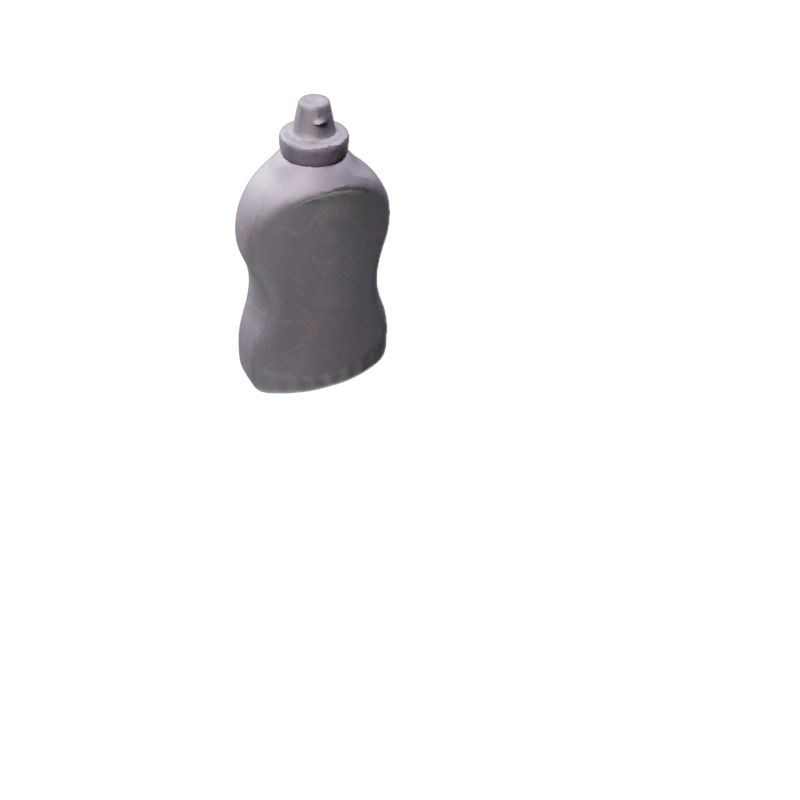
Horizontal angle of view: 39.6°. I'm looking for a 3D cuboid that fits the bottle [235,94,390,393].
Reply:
[{"bbox_3d":[-0.053,-0.097,0.684,0.095,0.180,0.063,-13,37,-21],"label":"bottle"}]
